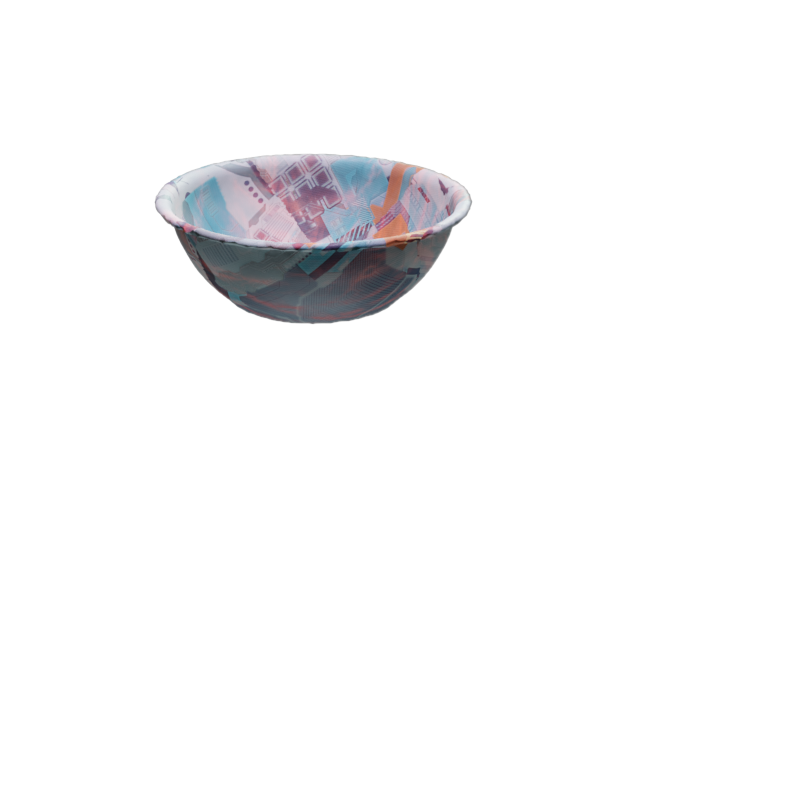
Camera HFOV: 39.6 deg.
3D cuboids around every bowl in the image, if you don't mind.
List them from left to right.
[{"bbox_3d":[-0.045,-0.083,0.578,0.162,0.052,0.171,-1,26,-2],"label":"bowl"}]
